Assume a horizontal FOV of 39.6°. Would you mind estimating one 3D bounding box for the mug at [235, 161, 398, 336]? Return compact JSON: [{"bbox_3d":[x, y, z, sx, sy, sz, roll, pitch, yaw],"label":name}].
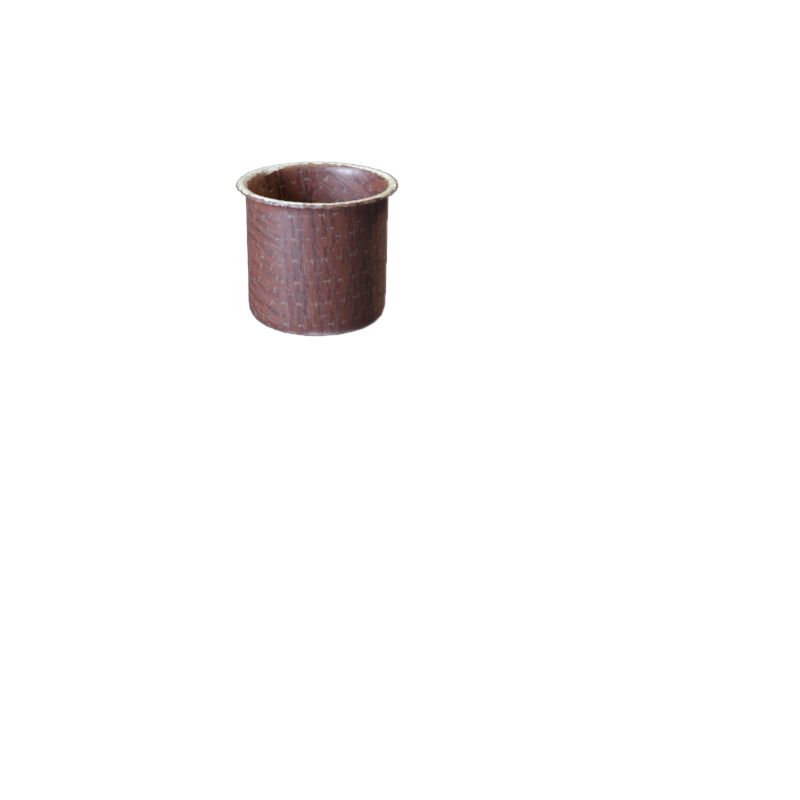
[{"bbox_3d":[-0.052,-0.094,0.659,0.092,0.078,0.125,-5,25,-13],"label":"mug"}]
